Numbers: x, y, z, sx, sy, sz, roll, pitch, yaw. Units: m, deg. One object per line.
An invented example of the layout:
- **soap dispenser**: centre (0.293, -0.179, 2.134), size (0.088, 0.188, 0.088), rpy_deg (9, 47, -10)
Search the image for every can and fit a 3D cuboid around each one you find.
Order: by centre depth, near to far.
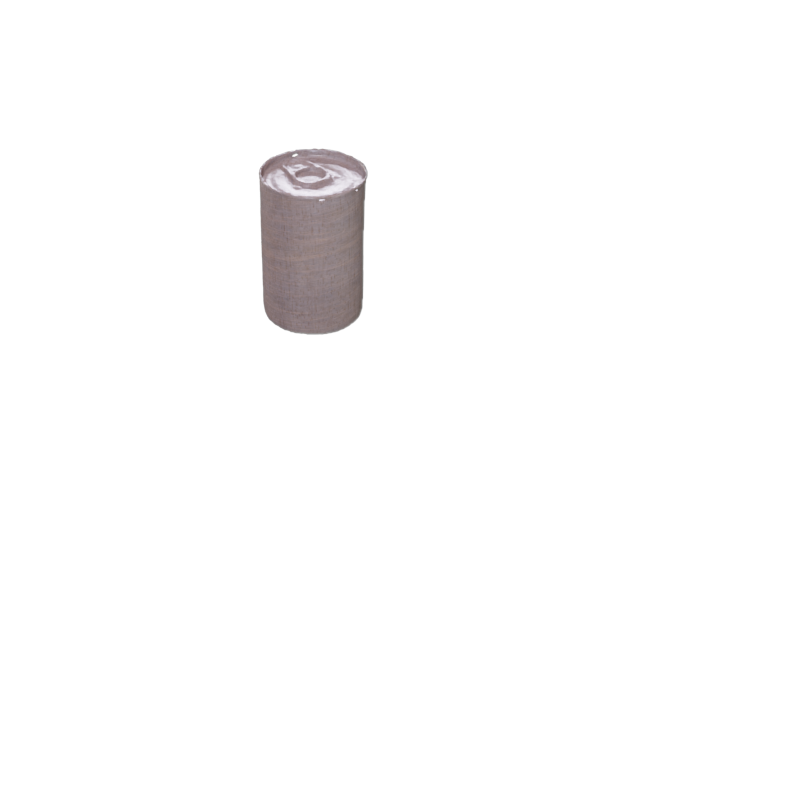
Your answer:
- **can**: centre (-0.056, -0.102, 0.715), size (0.068, 0.096, 0.073), rpy_deg (0, 34, -3)
